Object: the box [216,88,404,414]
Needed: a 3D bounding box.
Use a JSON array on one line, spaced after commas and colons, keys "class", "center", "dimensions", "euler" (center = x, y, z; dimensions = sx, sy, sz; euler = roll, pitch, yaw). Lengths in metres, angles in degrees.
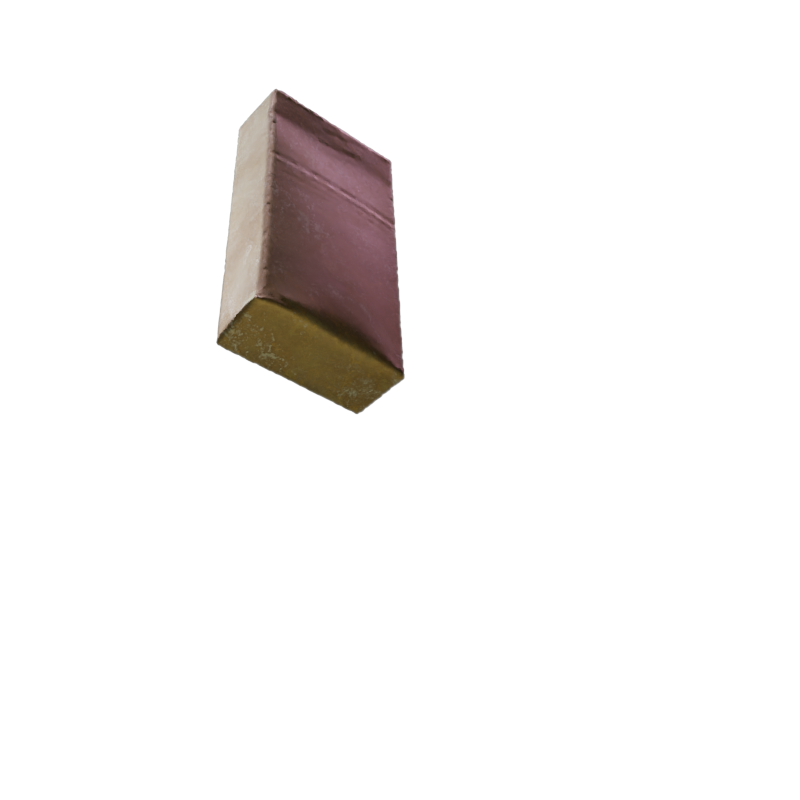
[{"class": "box", "center": [-0.048, -0.087, 0.613], "dimensions": [0.088, 0.189, 0.047], "euler": [28, -53, -27]}]
